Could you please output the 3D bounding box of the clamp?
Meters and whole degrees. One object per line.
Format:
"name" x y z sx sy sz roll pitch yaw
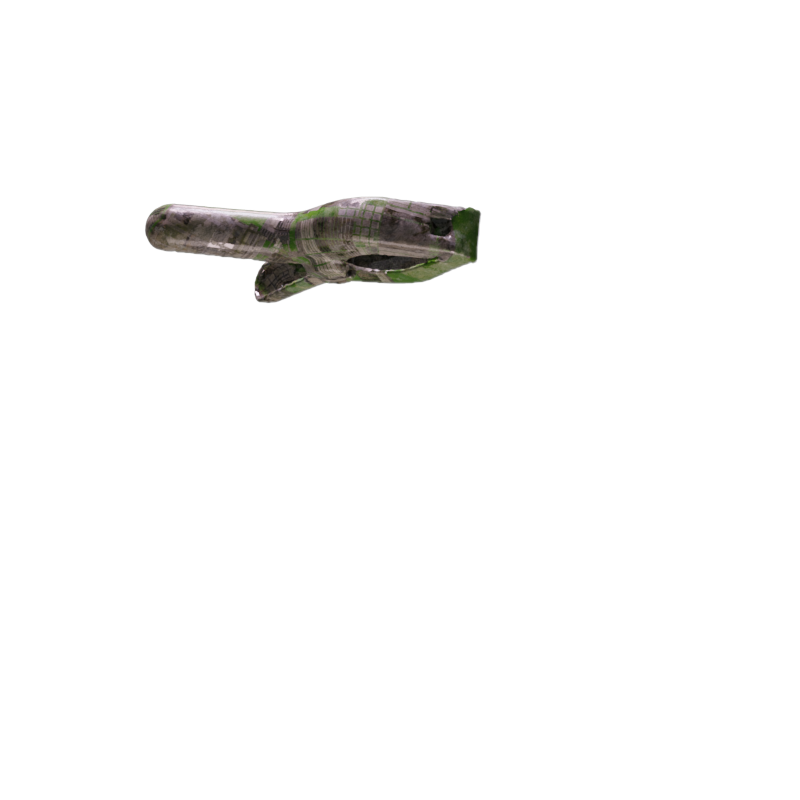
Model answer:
"clamp" -0.046 -0.083 0.581 0.176 0.040 0.114 -6 -10 36
